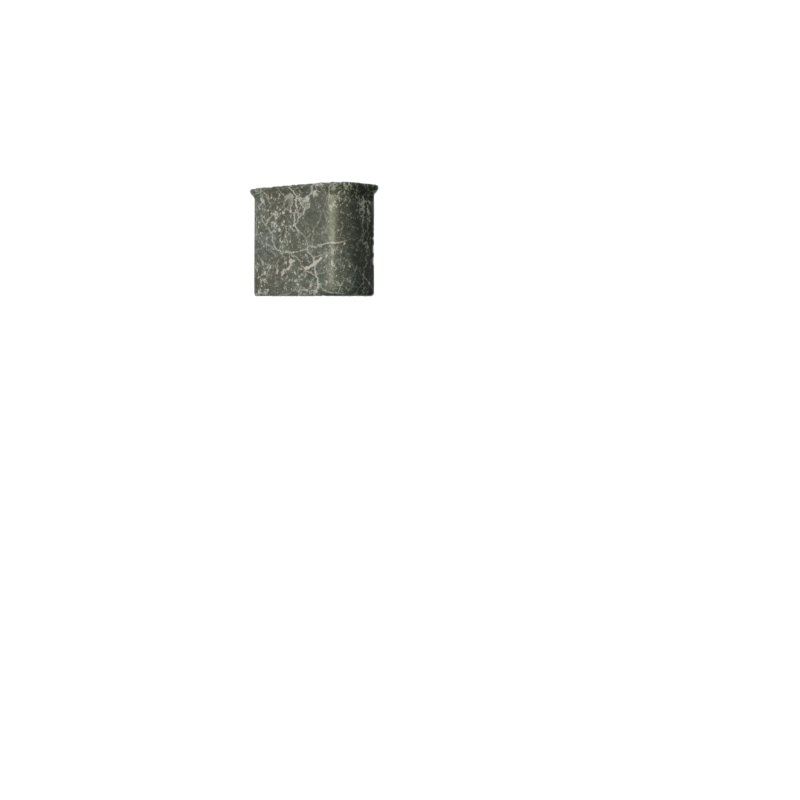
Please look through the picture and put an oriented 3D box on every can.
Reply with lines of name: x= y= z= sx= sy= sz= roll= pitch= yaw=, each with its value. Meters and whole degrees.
can: x=-0.067 y=-0.121 z=0.850 sx=0.106 sy=0.084 sz=0.055 roll=2 pitch=1 yaw=39
